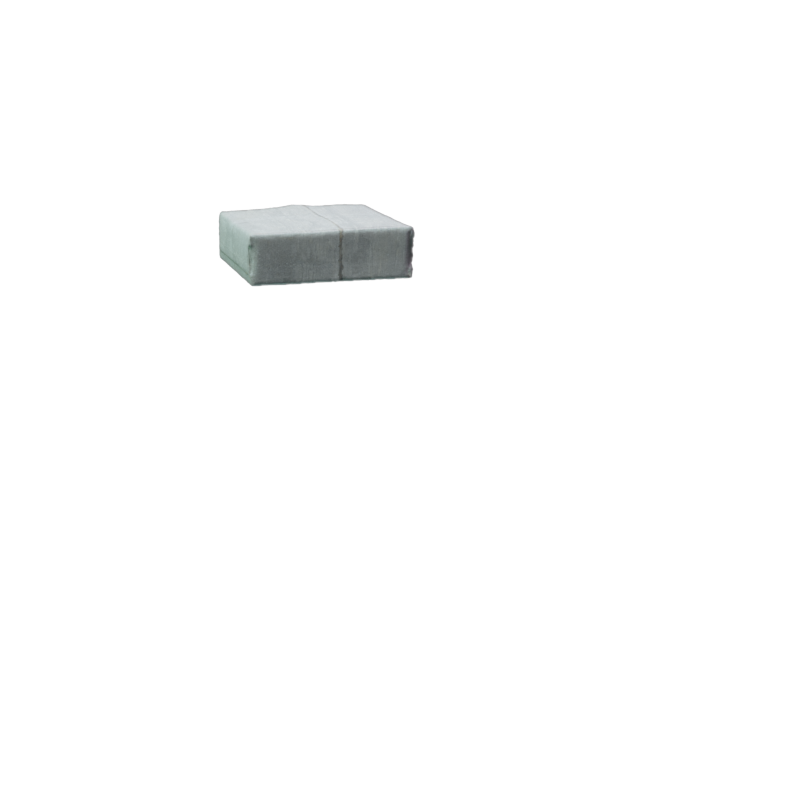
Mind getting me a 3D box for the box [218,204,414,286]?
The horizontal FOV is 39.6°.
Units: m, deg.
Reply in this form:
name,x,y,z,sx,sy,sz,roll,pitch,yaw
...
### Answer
name,x,y,z,sx,sy,sz,roll,pitch,yaw
box,-0.046,-0.085,0.592,0.087,0.029,0.077,-6,19,-18
